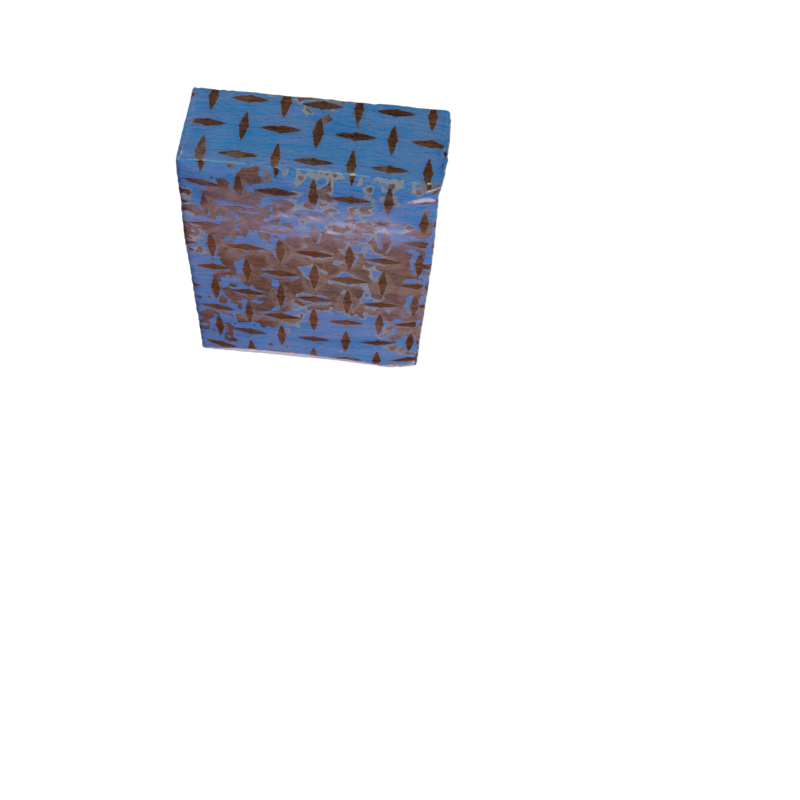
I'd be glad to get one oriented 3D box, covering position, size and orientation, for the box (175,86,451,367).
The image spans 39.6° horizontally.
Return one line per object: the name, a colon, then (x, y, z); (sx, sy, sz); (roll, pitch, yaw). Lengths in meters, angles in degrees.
box: (-0.059, -0.107, 0.753); (0.165, 0.076, 0.200); (7, -31, 2)
